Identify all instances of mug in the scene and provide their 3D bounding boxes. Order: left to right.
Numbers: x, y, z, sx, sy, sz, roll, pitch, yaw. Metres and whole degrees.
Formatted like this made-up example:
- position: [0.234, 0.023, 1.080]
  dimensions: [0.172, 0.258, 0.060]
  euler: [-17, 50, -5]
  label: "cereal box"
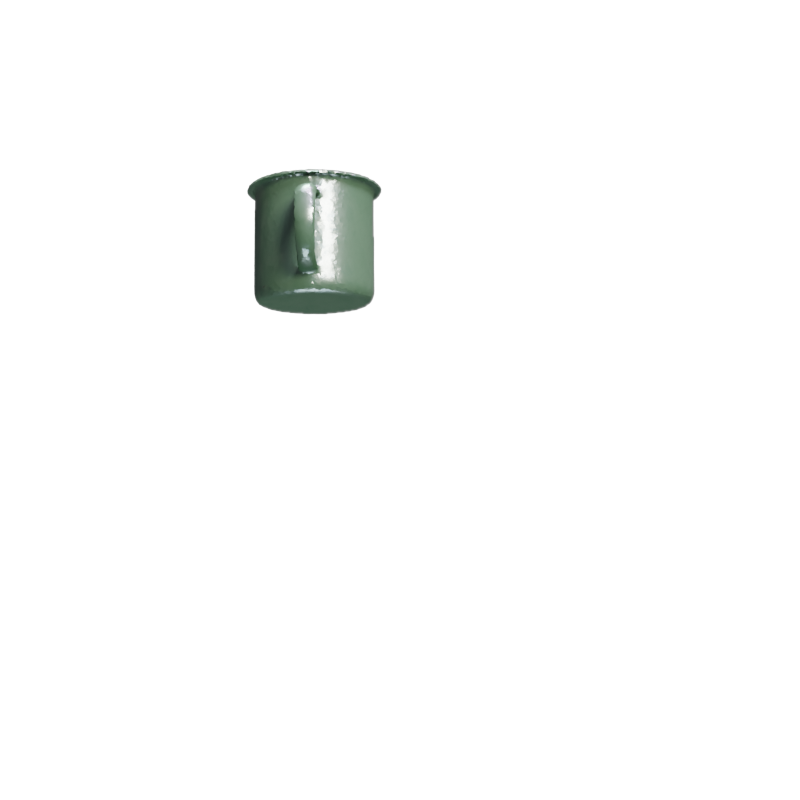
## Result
- position: [-0.059, -0.107, 0.750]
  dimensions: [0.093, 0.084, 0.114]
  euler: [0, -10, 0]
  label: "mug"
